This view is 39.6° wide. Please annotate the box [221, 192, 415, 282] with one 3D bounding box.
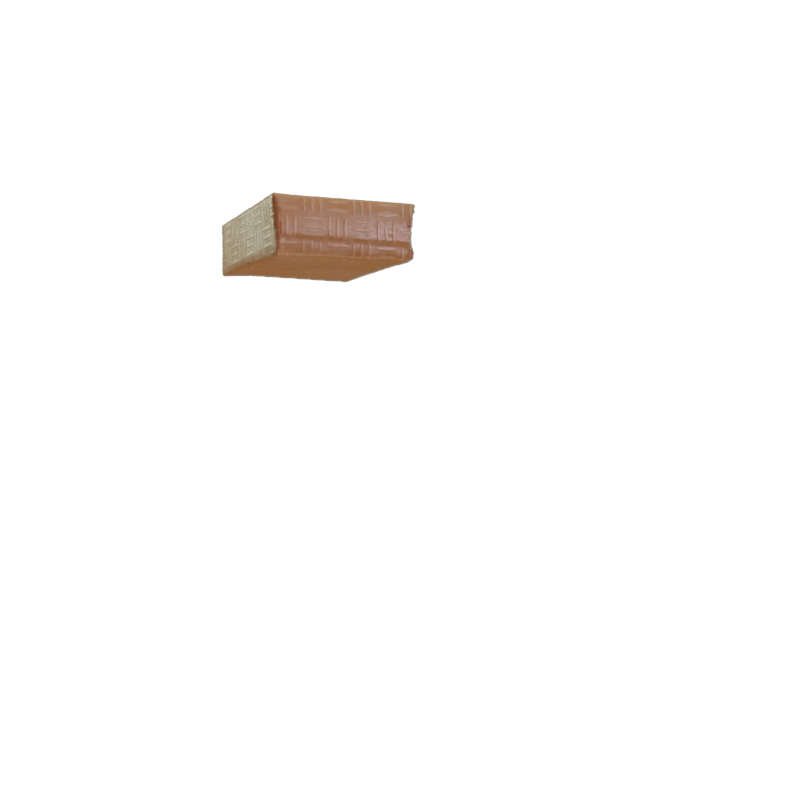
[{"bbox_3d":[-0.054,-0.098,0.688,0.087,0.039,0.116,0,0,-23],"label":"box"}]
